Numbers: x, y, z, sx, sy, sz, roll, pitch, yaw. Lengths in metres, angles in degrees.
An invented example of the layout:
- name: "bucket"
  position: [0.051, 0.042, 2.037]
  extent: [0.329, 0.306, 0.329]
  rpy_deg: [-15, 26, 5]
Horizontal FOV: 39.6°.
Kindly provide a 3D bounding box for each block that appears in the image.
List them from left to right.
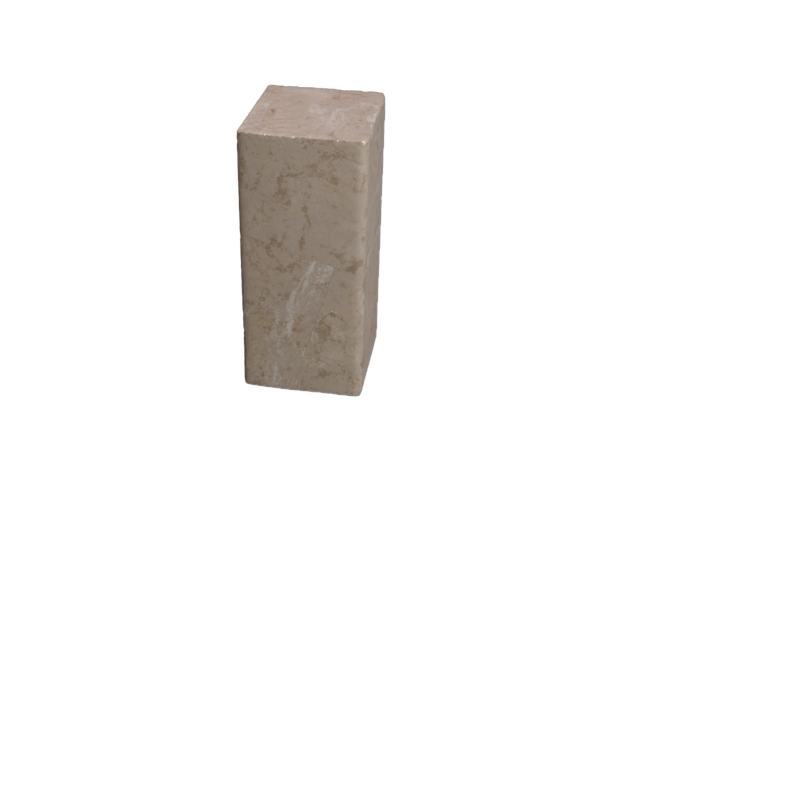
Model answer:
- name: "block"
  position: [-0.063, -0.116, 0.810]
  extent: [0.091, 0.194, 0.095]
  rpy_deg: [7, 32, 7]
